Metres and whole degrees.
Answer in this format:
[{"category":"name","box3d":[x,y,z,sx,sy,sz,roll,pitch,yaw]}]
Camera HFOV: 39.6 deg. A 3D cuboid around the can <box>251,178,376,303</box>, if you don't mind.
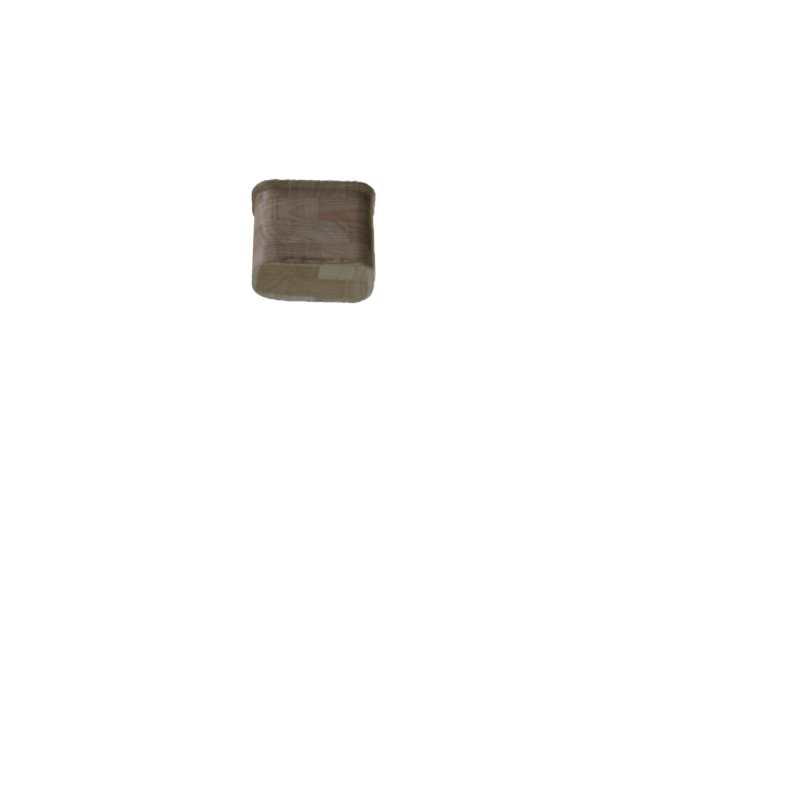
[{"category":"can","box3d":[-0.069,-0.127,0.887,0.102,0.090,0.054,1,-35,-3]}]
